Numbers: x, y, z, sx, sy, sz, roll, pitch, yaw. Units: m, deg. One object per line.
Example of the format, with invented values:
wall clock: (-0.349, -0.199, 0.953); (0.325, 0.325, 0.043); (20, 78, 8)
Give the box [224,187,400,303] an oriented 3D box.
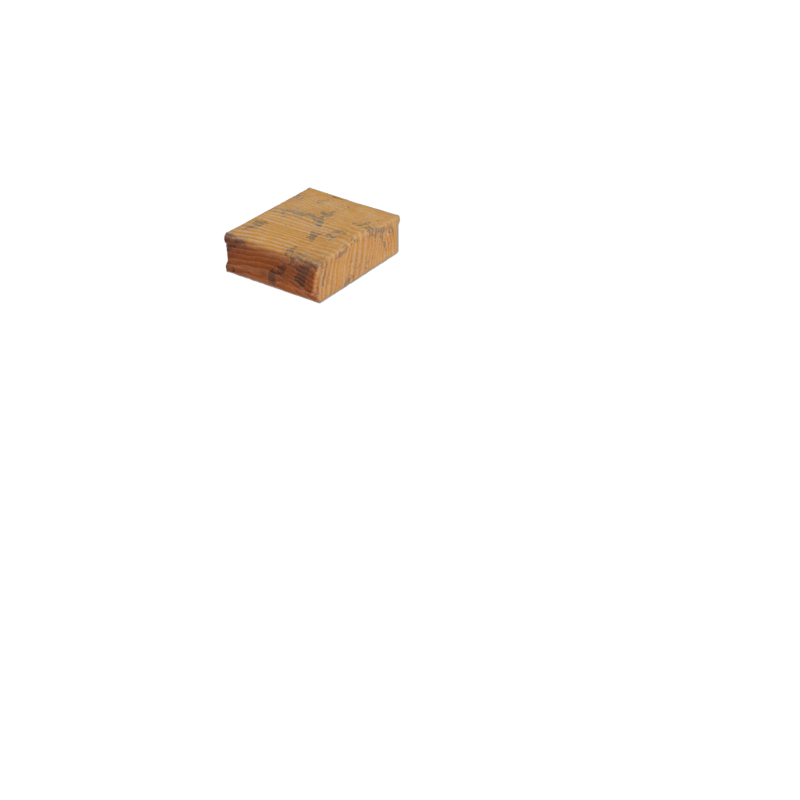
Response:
box: (-0.054, -0.099, 0.691); (0.077, 0.028, 0.090); (21, 37, 29)
